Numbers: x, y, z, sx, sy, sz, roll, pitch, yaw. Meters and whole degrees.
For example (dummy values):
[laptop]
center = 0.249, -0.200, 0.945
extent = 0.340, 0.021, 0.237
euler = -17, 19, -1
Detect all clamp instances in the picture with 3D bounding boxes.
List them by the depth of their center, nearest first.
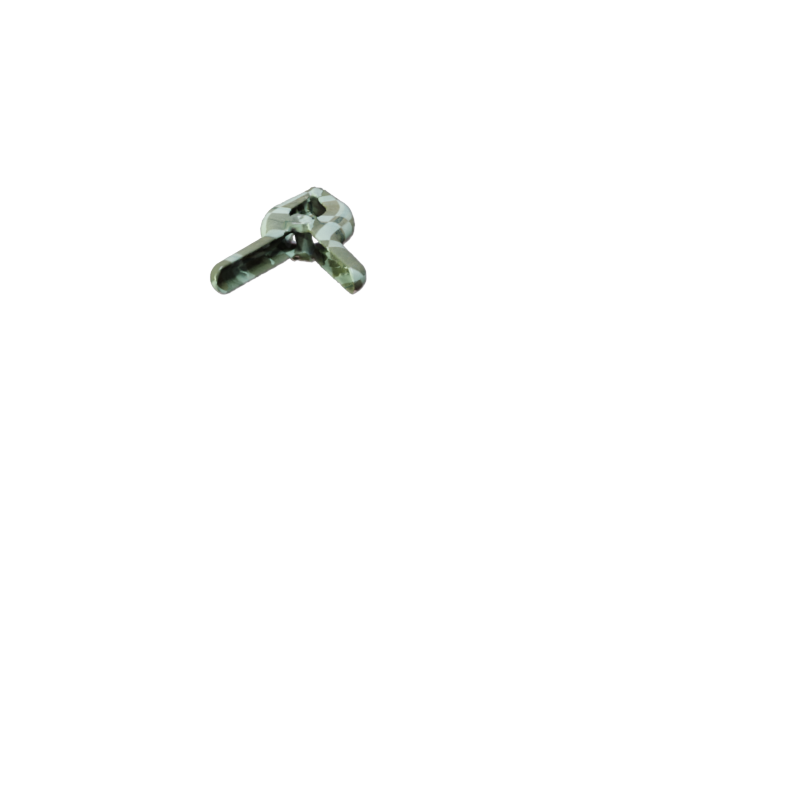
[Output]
[clamp]
center = -0.071, -0.129, 0.903
extent = 0.123, 0.037, 0.179
euler = 9, 35, 12
